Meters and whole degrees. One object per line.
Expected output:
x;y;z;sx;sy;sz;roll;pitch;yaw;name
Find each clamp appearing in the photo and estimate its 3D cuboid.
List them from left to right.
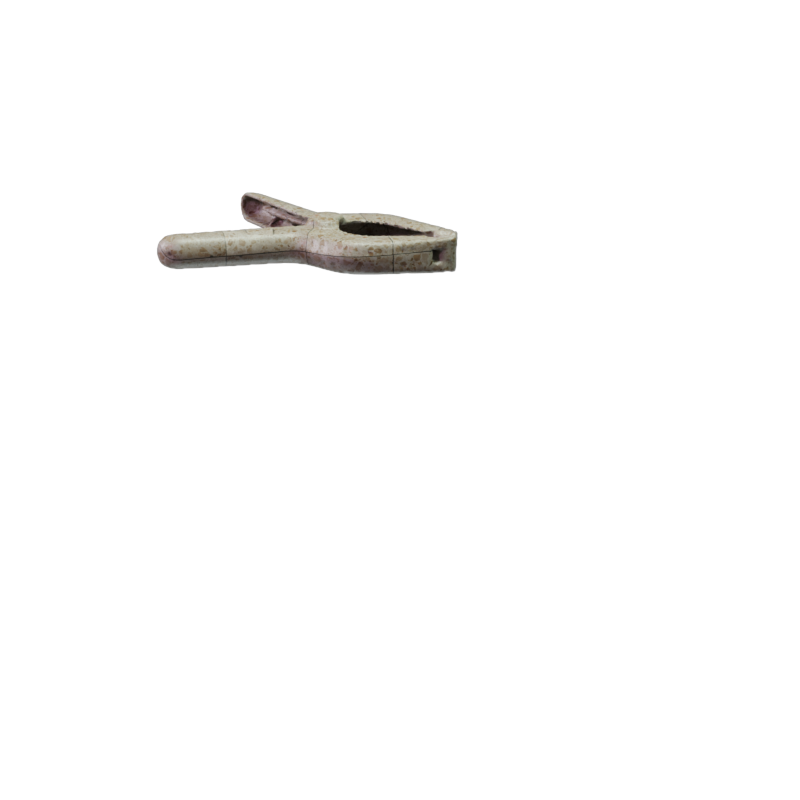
-0.065;-0.118;0.826;0.218;0.035;0.166;11;26;23;clamp
